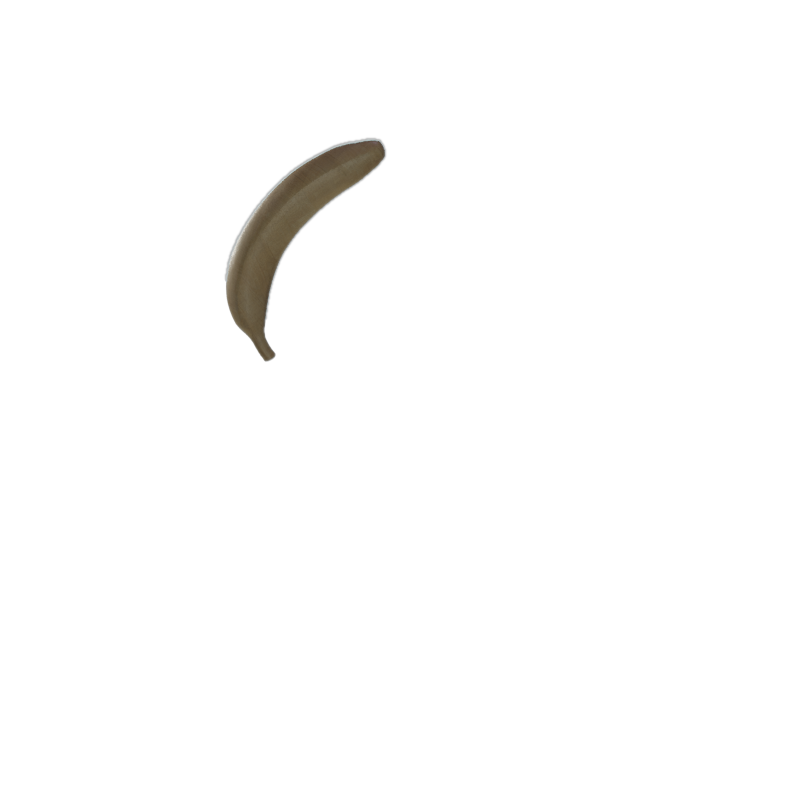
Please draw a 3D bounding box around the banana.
[{"bbox_3d":[-0.086,-0.128,0.863,0.068,0.193,0.038,27,17,-11],"label":"banana"}]
